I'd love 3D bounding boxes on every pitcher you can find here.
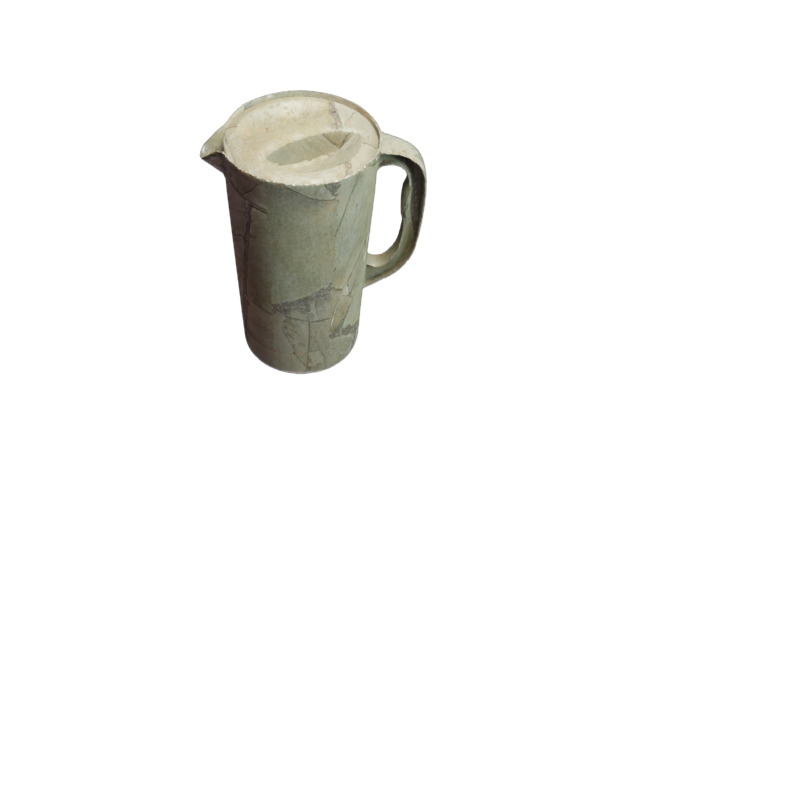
[{"bbox_3d":[-0.076,-0.139,0.977,0.159,0.226,0.146,35,53,28],"label":"pitcher"}]
